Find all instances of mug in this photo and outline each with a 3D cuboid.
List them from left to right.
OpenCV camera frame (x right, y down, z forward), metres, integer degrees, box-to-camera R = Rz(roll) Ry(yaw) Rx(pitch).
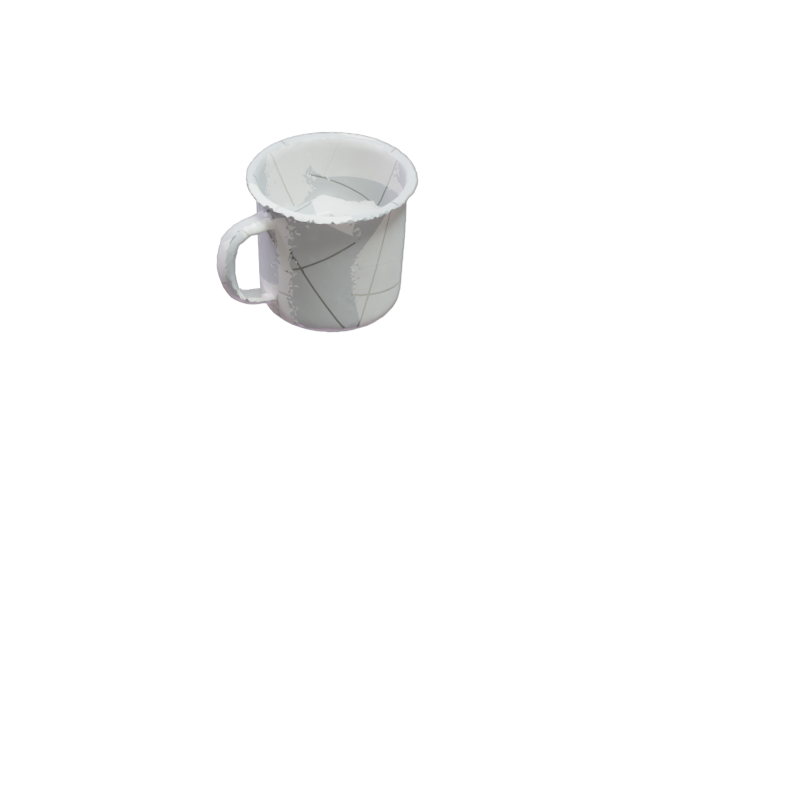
[{"bbox_3d":[-0.048,-0.088,0.615,0.116,0.076,0.100,-25,46,-28],"label":"mug"}]
